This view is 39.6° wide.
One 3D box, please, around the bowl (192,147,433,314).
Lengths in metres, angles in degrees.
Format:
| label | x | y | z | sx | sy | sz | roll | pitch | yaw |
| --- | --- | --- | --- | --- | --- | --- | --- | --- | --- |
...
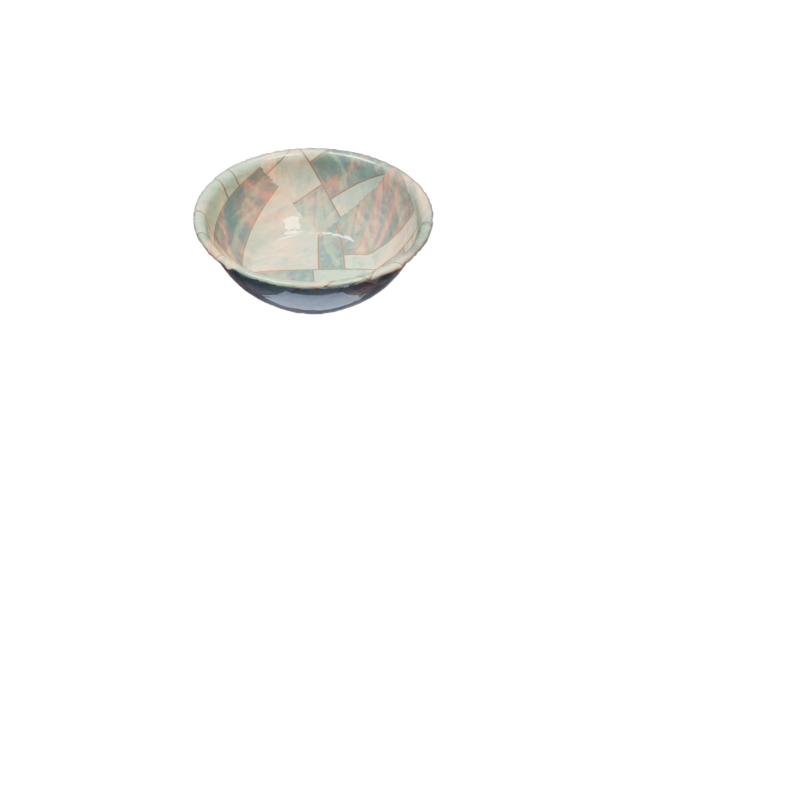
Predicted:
| label | x | y | z | sx | sy | sz | roll | pitch | yaw |
| --- | --- | --- | --- | --- | --- | --- | --- | --- | --- |
| bowl | -0.060 | -0.109 | 0.762 | 0.162 | 0.051 | 0.174 | -1 | 42 | -2 |
